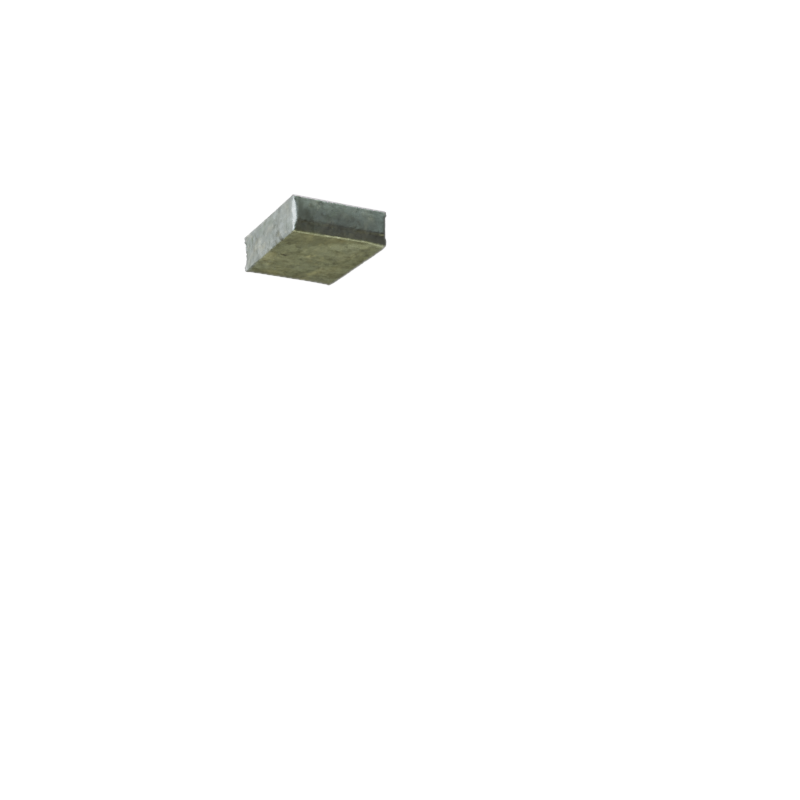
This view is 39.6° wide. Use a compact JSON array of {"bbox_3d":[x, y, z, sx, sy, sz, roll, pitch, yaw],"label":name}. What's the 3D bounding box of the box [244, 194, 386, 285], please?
[{"bbox_3d":[-0.077,-0.140,0.980,0.086,0.041,0.113,9,-19,-27],"label":"box"}]
